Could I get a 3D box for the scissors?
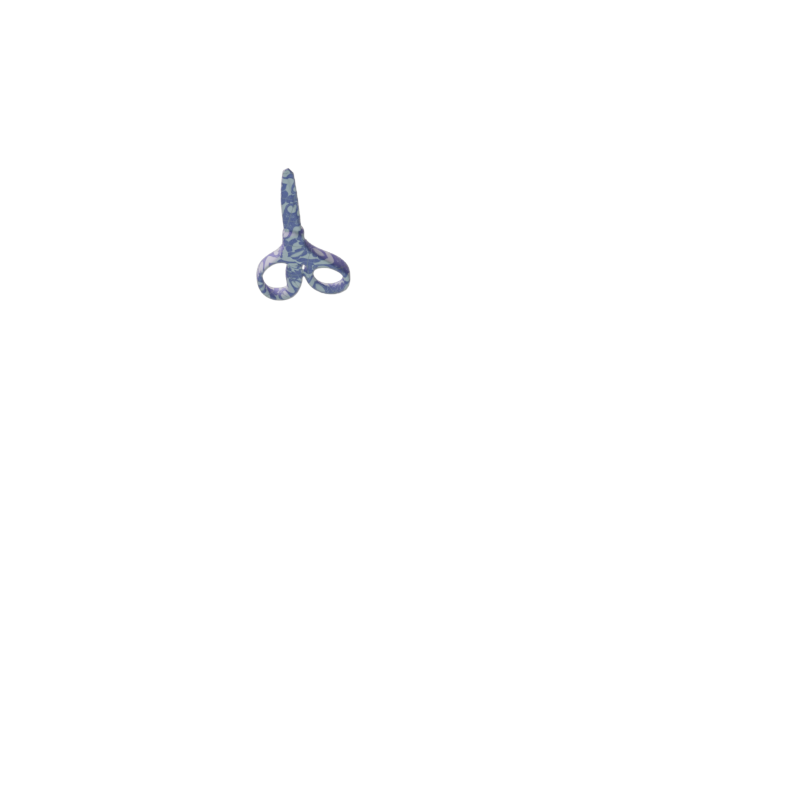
[{"bbox_3d":[-0.077,-0.140,0.979,0.094,0.017,0.194,7,-27,-15],"label":"scissors"}]
